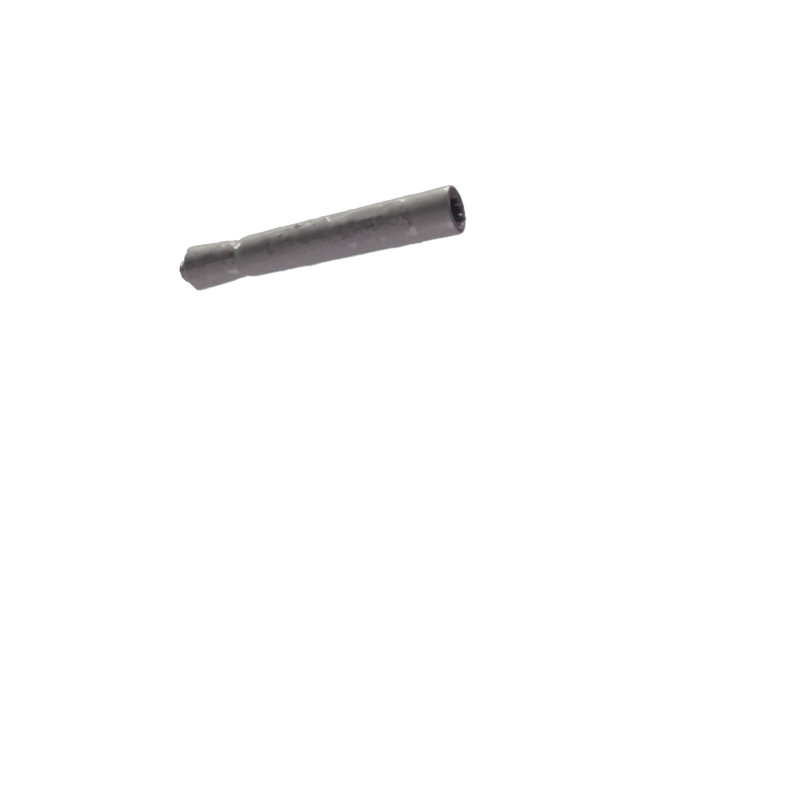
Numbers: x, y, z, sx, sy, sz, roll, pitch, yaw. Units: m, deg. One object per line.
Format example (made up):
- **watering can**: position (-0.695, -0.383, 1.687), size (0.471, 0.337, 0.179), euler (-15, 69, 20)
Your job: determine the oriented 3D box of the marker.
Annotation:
- **marker**: position (-0.034, -0.062, 0.435), size (0.123, 0.020, 0.019), euler (-9, 0, 25)
